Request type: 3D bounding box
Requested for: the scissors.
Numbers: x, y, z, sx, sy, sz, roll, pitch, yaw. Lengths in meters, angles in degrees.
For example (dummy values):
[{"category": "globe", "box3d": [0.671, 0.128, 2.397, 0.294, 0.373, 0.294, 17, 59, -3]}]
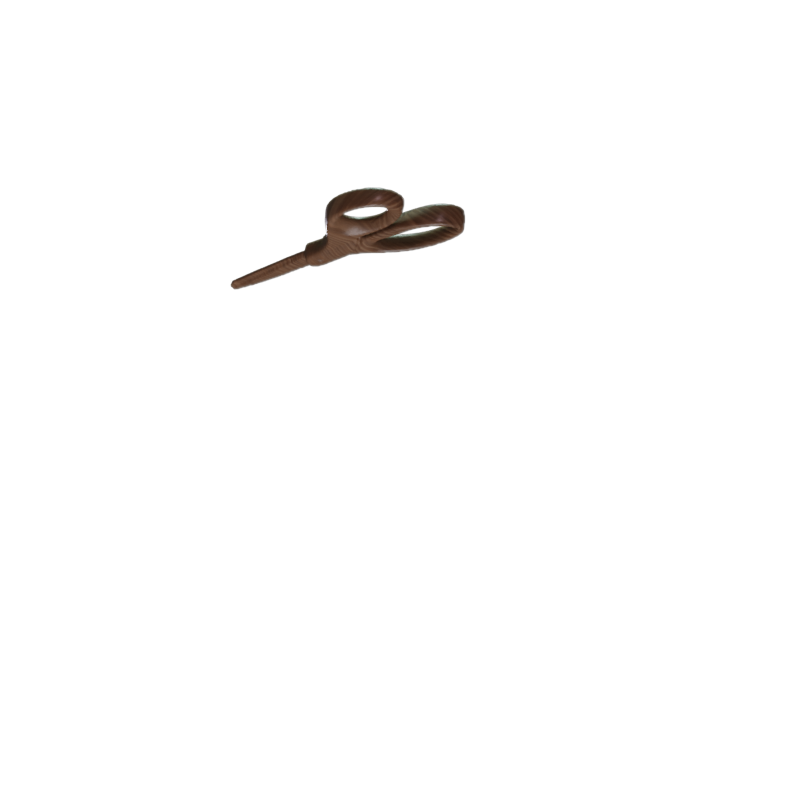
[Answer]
[{"category": "scissors", "box3d": [-0.057, -0.104, 0.725, 0.206, 0.016, 0.090, -8, -16, 30]}]
